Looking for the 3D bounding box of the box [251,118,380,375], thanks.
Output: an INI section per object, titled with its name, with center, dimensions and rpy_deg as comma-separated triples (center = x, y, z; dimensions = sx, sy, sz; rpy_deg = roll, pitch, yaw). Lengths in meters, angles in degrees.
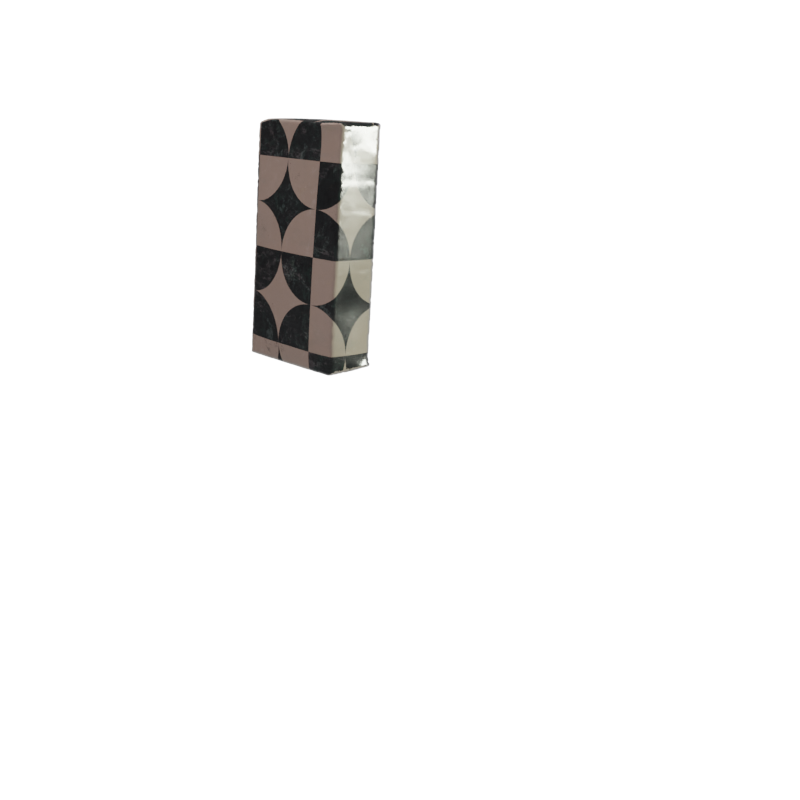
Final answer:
[box]
center = -0.063, -0.114, 0.802
dimensions = 0.047, 0.173, 0.098
rpy_deg = -7, 13, -43
